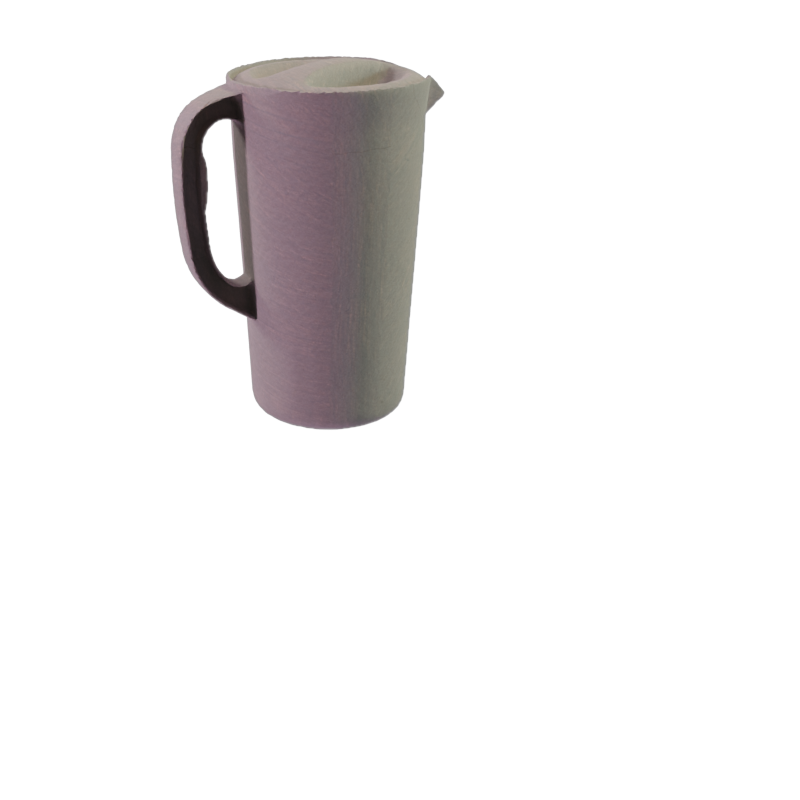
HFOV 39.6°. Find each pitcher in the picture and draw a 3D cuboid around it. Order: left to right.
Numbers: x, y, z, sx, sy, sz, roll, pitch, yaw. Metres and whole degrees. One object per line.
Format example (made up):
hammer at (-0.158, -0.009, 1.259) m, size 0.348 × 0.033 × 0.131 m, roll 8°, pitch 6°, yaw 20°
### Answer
pitcher at (-0.059, -0.107, 0.750) m, size 0.153 × 0.233 × 0.148 m, roll 7°, pitch 22°, yaw 16°
